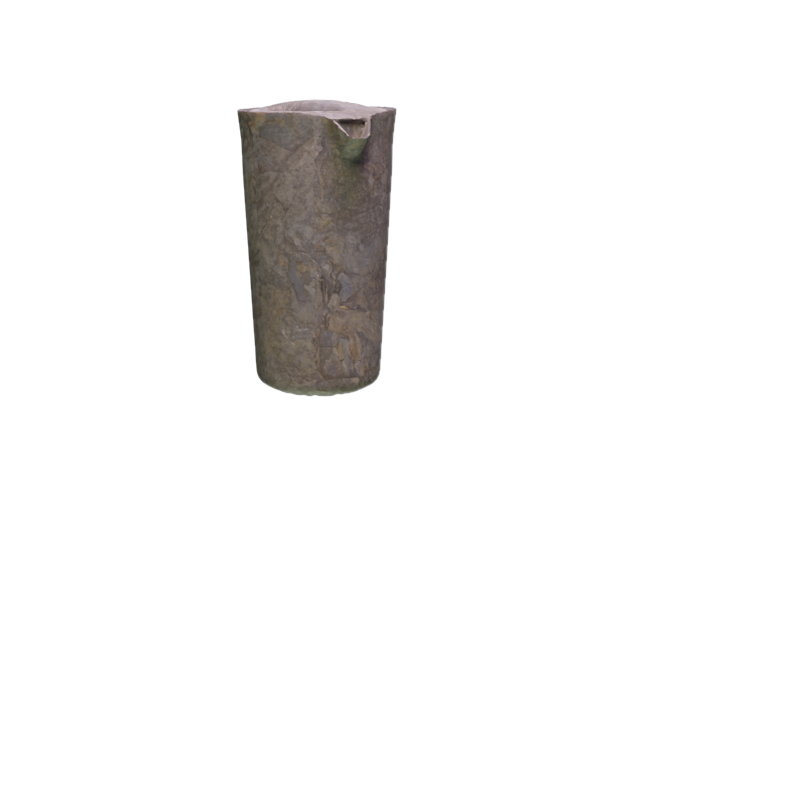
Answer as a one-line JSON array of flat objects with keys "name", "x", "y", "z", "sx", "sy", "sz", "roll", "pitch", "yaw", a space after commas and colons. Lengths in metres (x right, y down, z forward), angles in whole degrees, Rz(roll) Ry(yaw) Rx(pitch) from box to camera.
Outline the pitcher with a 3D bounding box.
[{"name": "pitcher", "x": -0.075, "y": -0.136, "z": 0.955, "sx": 0.149, "sy": 0.237, "sz": 0.149, "roll": 4, "pitch": 12, "yaw": 18}]
